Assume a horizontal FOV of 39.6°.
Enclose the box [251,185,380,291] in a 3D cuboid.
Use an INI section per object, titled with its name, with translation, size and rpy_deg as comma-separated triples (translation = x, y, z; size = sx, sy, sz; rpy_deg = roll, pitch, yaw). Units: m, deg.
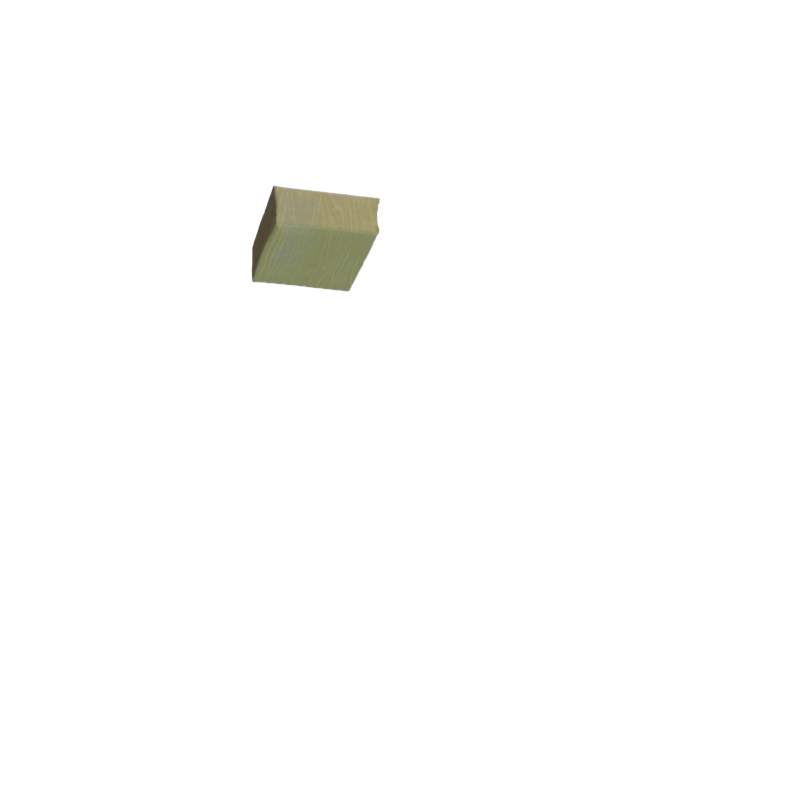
[box]
translation = -0.073, -0.134, 0.936
size = 0.088, 0.041, 0.110
rpy_deg = 5, -21, -14
